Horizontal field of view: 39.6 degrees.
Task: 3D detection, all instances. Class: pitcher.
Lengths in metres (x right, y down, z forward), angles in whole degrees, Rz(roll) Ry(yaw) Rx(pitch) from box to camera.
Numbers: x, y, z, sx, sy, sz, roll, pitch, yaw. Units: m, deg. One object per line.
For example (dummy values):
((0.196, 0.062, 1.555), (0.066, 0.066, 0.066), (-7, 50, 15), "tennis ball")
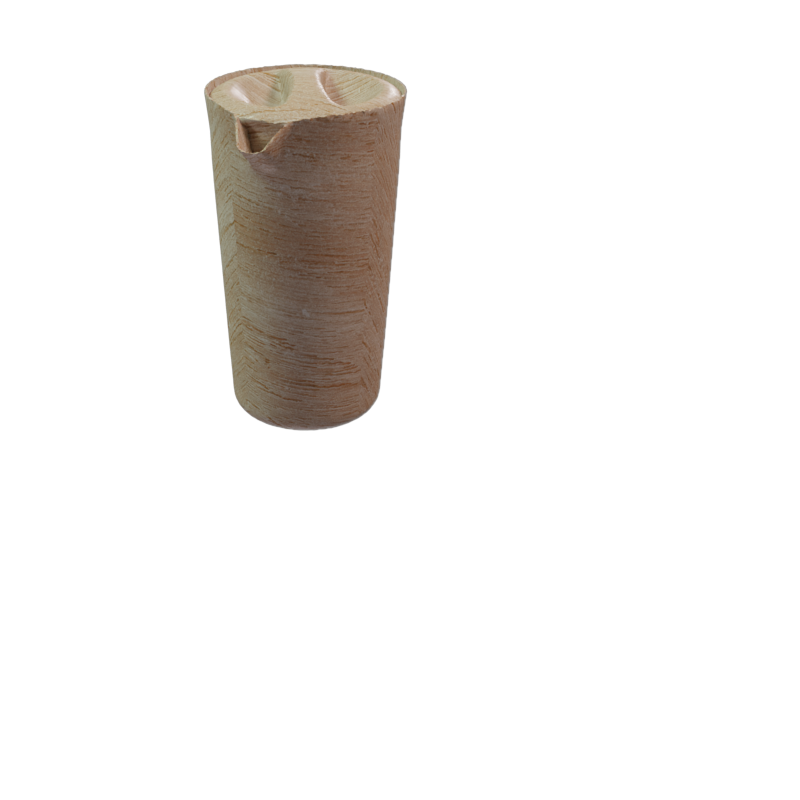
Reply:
((-0.061, -0.112, 0.782), (0.146, 0.230, 0.156), (-10, 29, -23), "pitcher")
